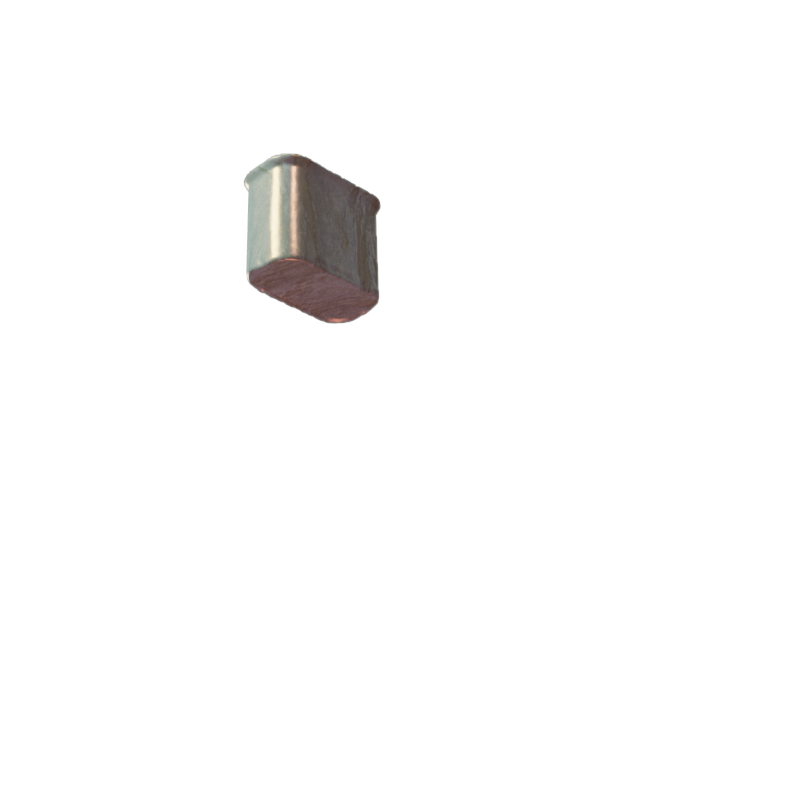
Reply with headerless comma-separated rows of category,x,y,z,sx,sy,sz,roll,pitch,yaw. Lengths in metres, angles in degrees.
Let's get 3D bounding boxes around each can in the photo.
can,-0.061,-0.110,0.772,0.096,0.089,0.057,24,-39,-38
